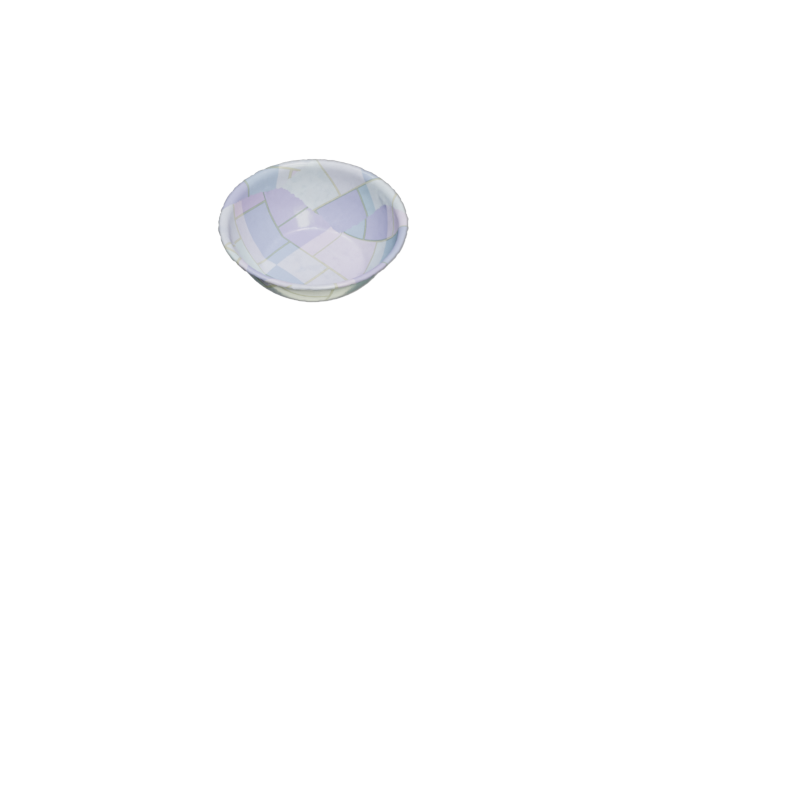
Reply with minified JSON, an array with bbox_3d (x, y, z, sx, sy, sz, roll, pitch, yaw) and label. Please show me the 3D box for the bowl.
[{"bbox_3d":[-0.075,-0.137,0.961,0.162,0.174,0.051,-1,-42,-1],"label":"bowl"}]
